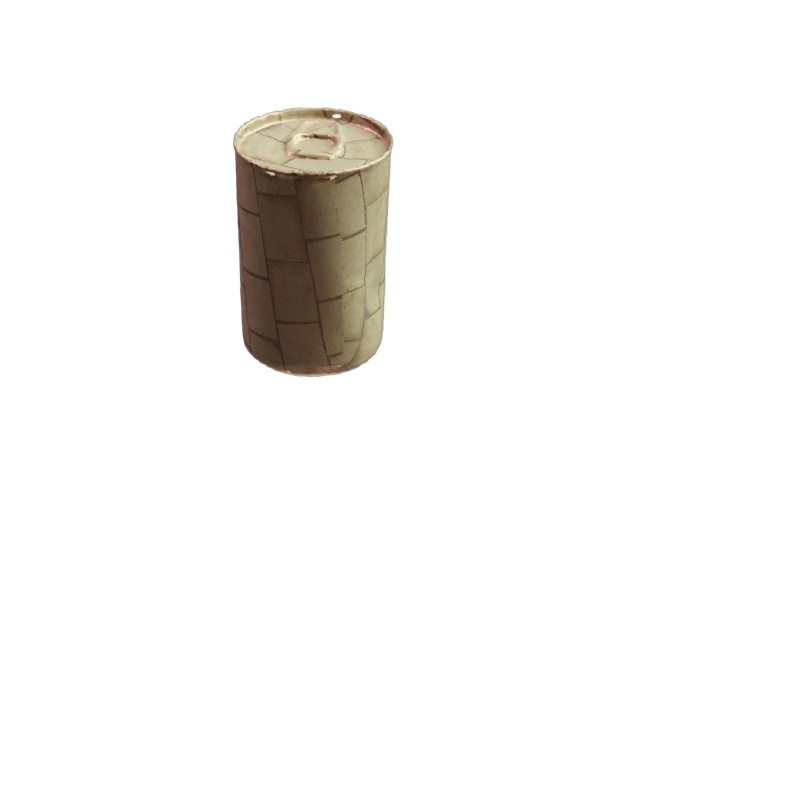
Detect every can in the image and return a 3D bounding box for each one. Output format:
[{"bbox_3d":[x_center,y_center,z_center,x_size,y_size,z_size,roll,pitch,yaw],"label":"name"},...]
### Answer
[{"bbox_3d":[-0.039,-0.070,0.493,0.068,0.096,0.073,0,33,-3],"label":"can"}]
